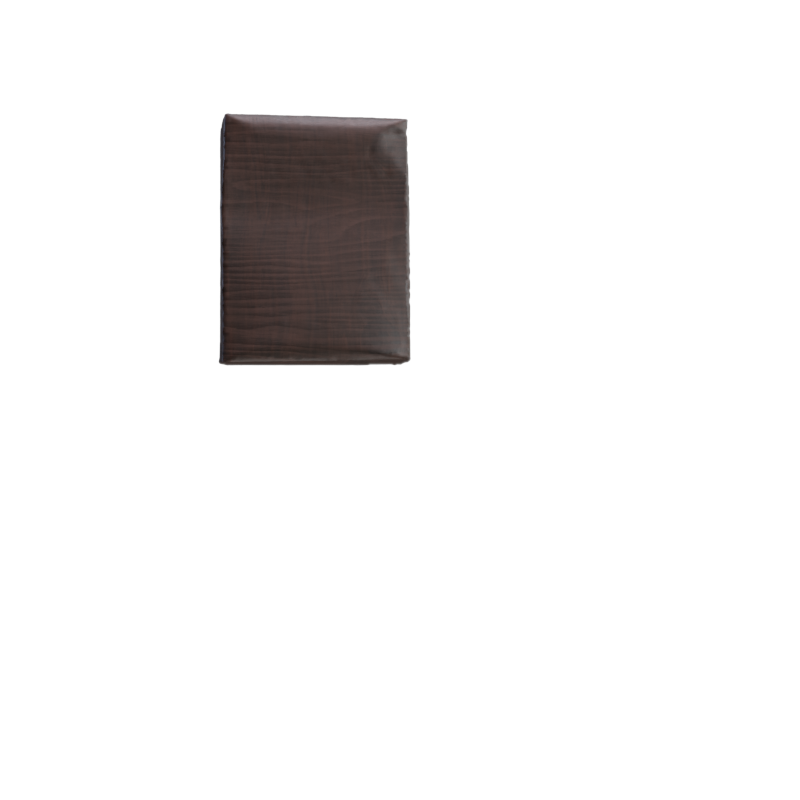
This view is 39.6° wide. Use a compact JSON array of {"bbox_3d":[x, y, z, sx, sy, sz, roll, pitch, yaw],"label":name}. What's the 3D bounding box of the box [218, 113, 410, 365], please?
[{"bbox_3d":[-0.076,-0.138,0.965,0.162,0.217,0.071,0,-6,-8],"label":"box"}]
